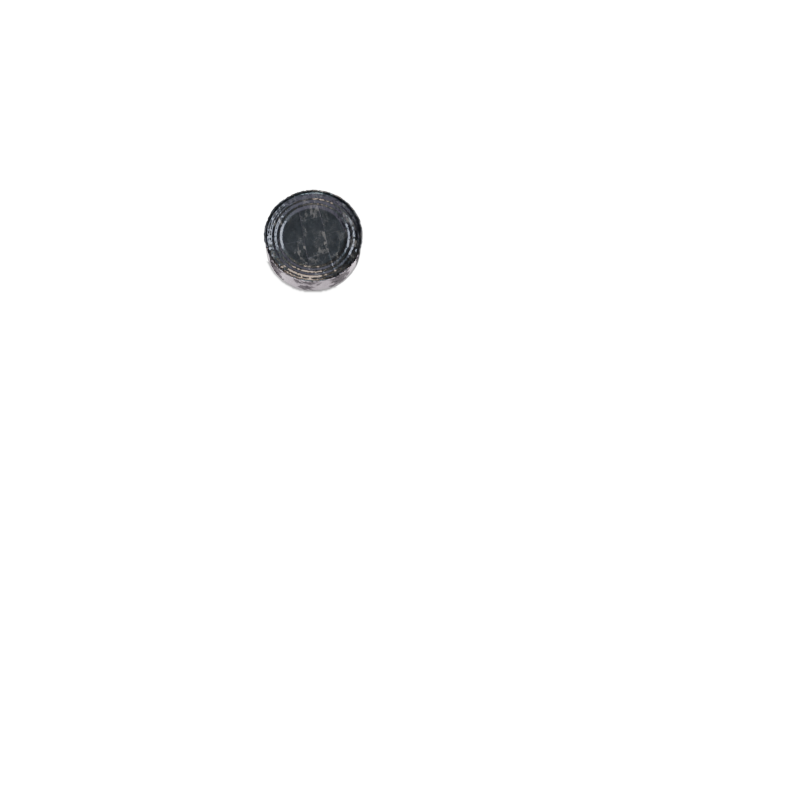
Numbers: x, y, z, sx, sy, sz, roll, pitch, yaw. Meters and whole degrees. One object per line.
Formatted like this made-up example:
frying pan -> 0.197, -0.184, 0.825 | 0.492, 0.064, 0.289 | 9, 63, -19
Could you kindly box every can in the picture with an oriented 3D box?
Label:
can -> -0.076, -0.139, 0.975 | 0.086, 0.090, 0.032 | -1, -20, -1
